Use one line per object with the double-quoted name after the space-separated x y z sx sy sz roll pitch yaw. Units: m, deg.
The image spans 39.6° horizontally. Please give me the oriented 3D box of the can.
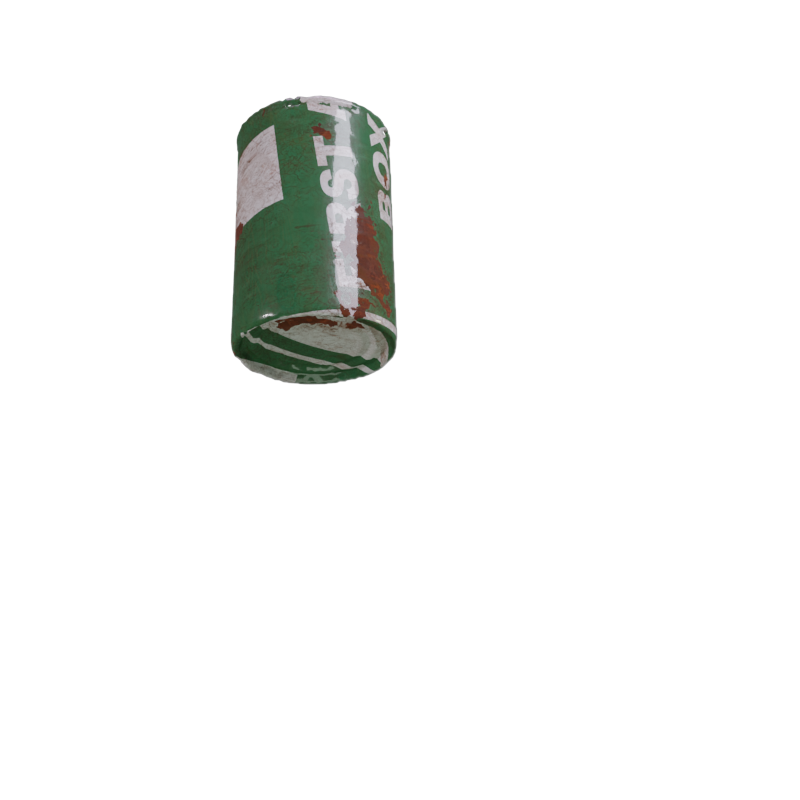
-0.036 -0.066 0.464 0.068 0.109 0.064 0 -28 -2 "can"
